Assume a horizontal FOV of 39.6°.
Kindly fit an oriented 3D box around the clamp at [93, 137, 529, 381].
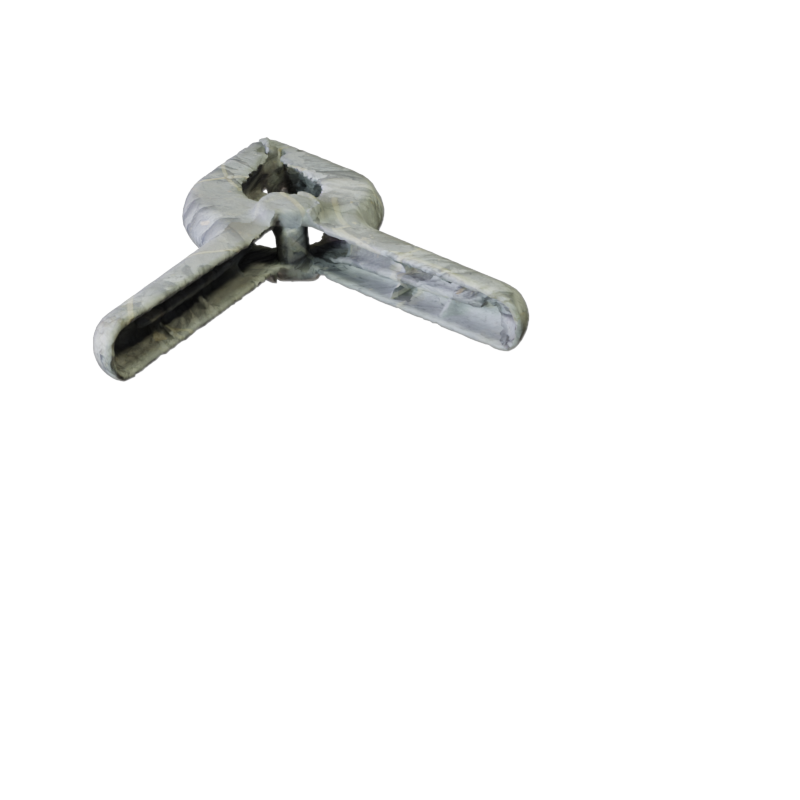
[{"bbox_3d":[-0.039,-0.071,0.496,0.164,0.034,0.223,-1,30,-2],"label":"clamp"}]
